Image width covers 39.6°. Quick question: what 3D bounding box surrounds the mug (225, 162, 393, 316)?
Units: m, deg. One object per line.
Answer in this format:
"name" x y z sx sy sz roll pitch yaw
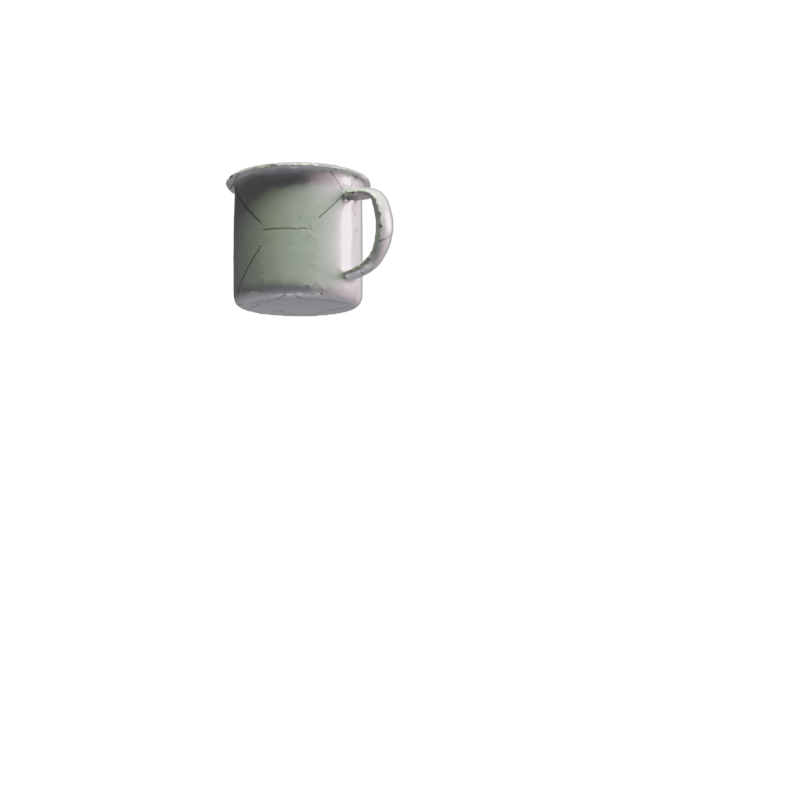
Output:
"mug" -0.055 -0.100 0.698 0.120 0.084 0.088 -6 -10 33
